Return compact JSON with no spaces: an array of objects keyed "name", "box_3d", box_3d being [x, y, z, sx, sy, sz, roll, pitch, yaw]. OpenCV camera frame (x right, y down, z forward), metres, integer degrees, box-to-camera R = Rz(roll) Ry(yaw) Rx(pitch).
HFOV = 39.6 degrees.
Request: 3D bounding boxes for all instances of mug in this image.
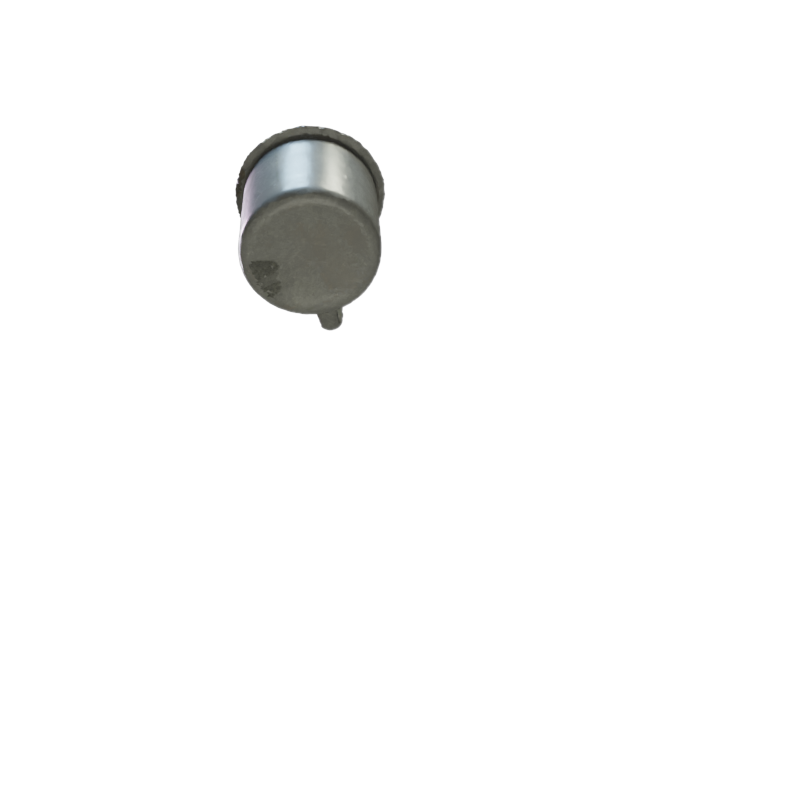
[{"name":"mug","box_3d":[-0.052,-0.094,0.662,0.093,0.110,0.087,-8,32,3]}]
